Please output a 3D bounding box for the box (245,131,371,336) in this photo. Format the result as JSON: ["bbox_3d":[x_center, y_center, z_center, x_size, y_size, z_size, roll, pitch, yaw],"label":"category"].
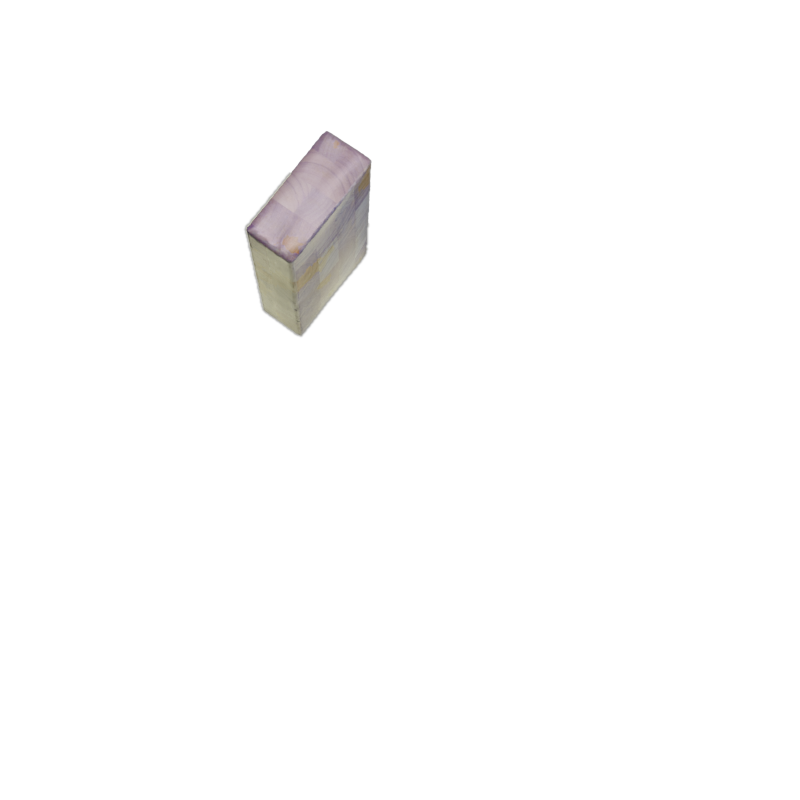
[{"bbox_3d":[-0.063,-0.115,0.811,0.049,0.095,0.170,35,-13,4],"label":"box"}]
